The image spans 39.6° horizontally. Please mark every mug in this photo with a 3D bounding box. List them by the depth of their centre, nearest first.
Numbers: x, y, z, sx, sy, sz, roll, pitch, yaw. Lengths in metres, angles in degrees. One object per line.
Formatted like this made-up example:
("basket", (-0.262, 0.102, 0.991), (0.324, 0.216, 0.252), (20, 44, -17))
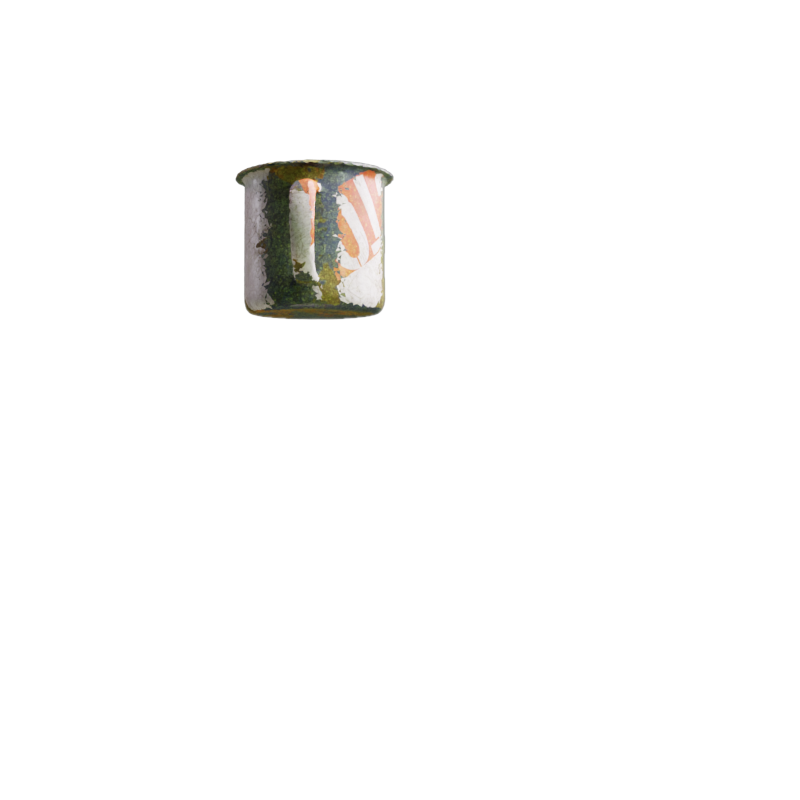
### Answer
("mug", (-0.050, -0.091, 0.635), (0.093, 0.083, 0.115), (0, -4, 0))
